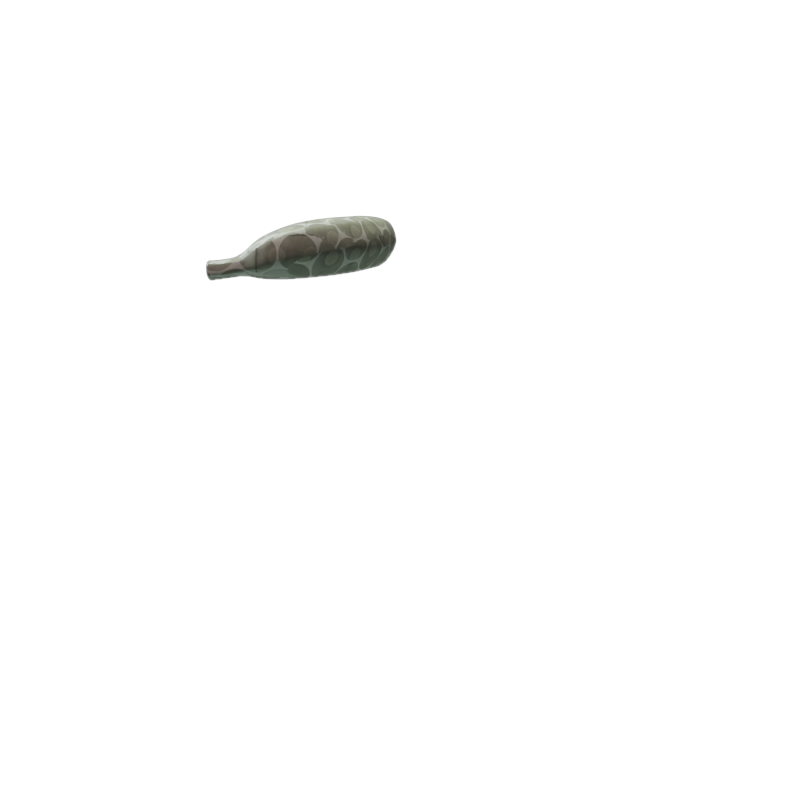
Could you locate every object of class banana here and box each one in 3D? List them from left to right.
[{"bbox_3d":[-0.045,-0.105,0.741,0.072,0.036,0.194,6,13,29],"label":"banana"}]
